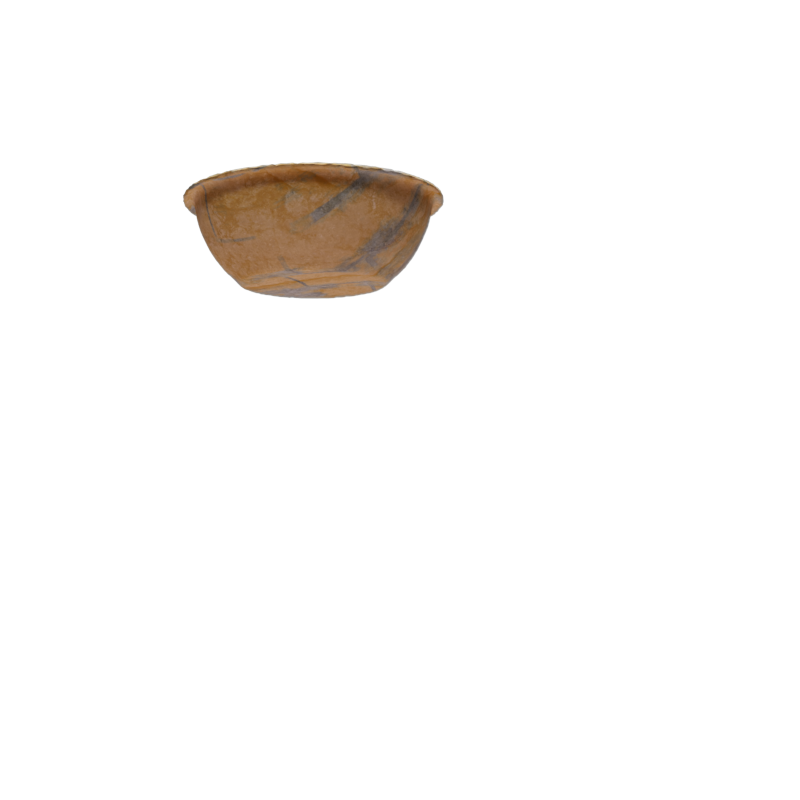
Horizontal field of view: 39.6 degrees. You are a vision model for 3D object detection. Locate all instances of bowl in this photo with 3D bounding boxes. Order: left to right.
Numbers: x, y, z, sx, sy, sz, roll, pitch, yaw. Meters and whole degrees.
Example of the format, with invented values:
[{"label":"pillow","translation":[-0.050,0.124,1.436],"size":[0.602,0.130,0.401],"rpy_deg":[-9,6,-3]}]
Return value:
[{"label":"bowl","translation":[-0.054,-0.098,0.684],"size":[0.162,0.056,0.158],"rpy_deg":[0,-7,-2]}]
